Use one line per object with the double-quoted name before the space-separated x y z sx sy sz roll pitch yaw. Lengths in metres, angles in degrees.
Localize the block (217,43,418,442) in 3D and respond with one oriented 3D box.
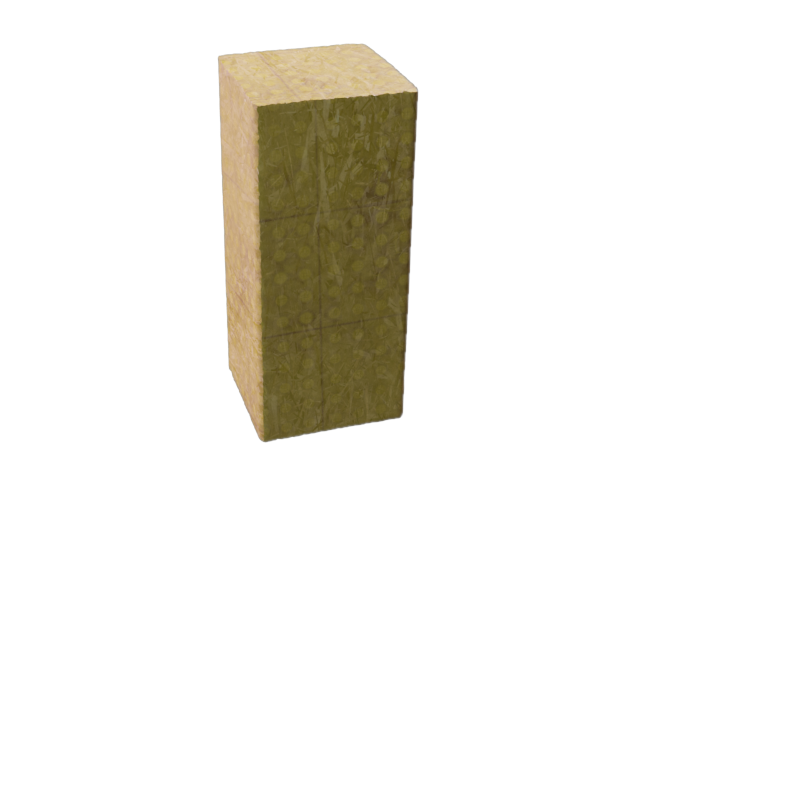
"block" -0.050 -0.092 0.643 0.089 0.194 0.097 -8 31 -18
